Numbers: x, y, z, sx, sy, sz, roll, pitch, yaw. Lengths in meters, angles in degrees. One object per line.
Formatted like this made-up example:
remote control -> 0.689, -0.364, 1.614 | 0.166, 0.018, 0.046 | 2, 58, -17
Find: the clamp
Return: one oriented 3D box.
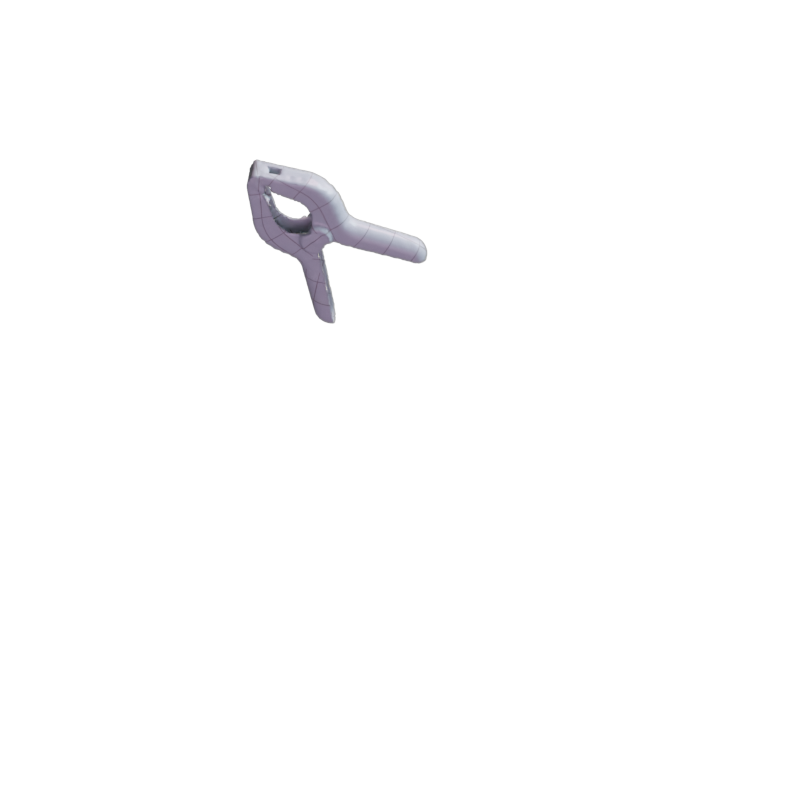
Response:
clamp -> -0.075, -0.137, 0.962 | 0.164, 0.118, 0.042 | 35, 25, -19
